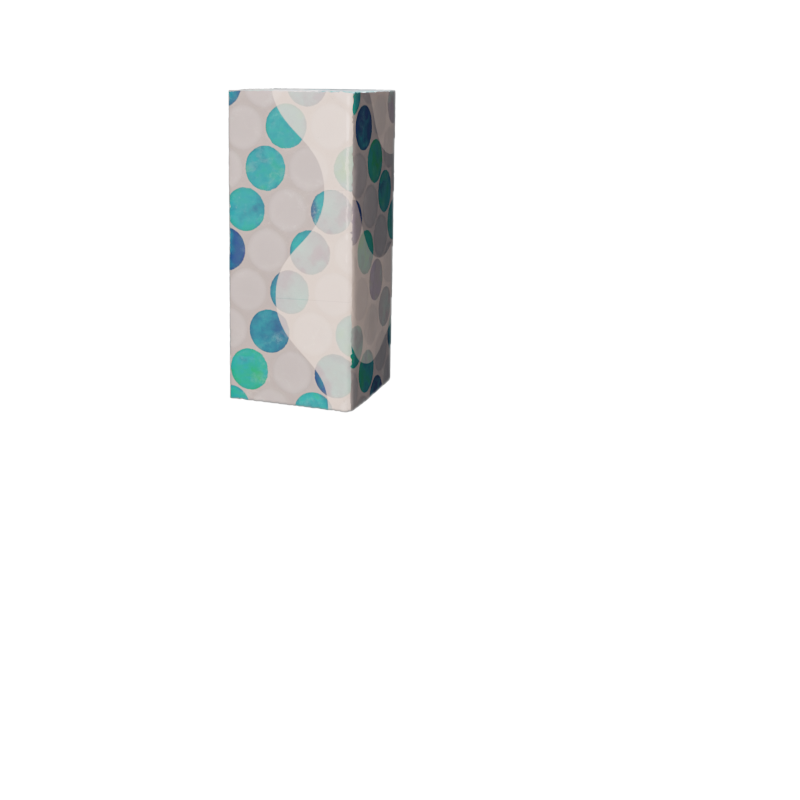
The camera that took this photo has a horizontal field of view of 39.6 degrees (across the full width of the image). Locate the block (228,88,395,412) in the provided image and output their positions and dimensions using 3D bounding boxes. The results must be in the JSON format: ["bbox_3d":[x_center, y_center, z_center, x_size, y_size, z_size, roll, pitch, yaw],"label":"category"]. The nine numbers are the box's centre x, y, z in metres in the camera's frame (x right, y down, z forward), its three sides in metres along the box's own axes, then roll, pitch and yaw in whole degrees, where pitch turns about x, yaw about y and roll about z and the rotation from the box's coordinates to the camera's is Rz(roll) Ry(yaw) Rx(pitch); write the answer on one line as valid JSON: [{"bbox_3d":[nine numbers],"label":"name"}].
[{"bbox_3d":[-0.059,-0.108,0.756,0.093,0.202,0.090,4,11,19],"label":"block"}]
